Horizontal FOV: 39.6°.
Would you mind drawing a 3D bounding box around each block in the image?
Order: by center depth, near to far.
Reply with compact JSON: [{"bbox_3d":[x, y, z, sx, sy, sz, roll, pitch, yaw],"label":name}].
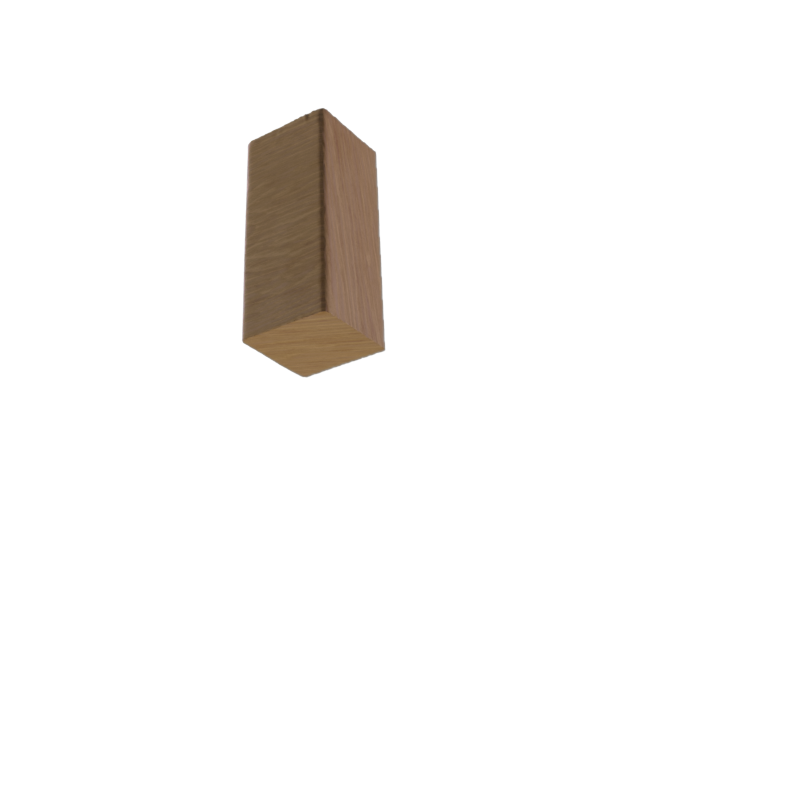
[{"bbox_3d":[-0.077,-0.139,0.975,0.091,0.220,0.084,-21,-35,29],"label":"block"}]
